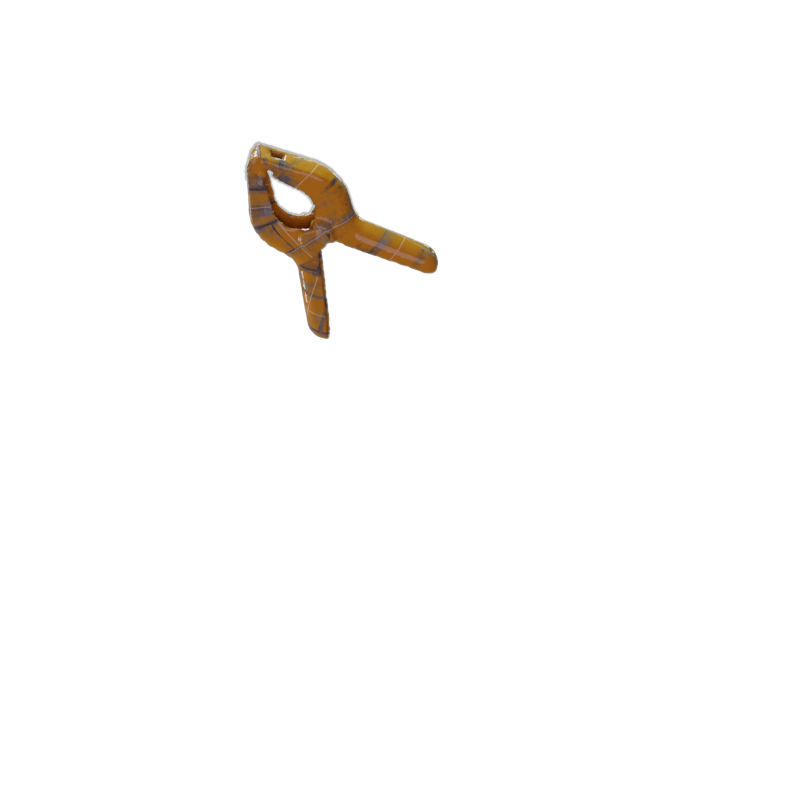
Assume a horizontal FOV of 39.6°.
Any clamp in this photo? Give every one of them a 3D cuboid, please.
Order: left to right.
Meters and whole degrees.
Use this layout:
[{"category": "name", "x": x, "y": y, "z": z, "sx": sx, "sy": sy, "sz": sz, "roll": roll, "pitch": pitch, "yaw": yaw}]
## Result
[{"category": "clamp", "x": -0.068, "y": -0.124, "z": 0.868, "sx": 0.165, "sy": 0.119, "sz": 0.041, "roll": 41, "pitch": 18, "yaw": -17}]
